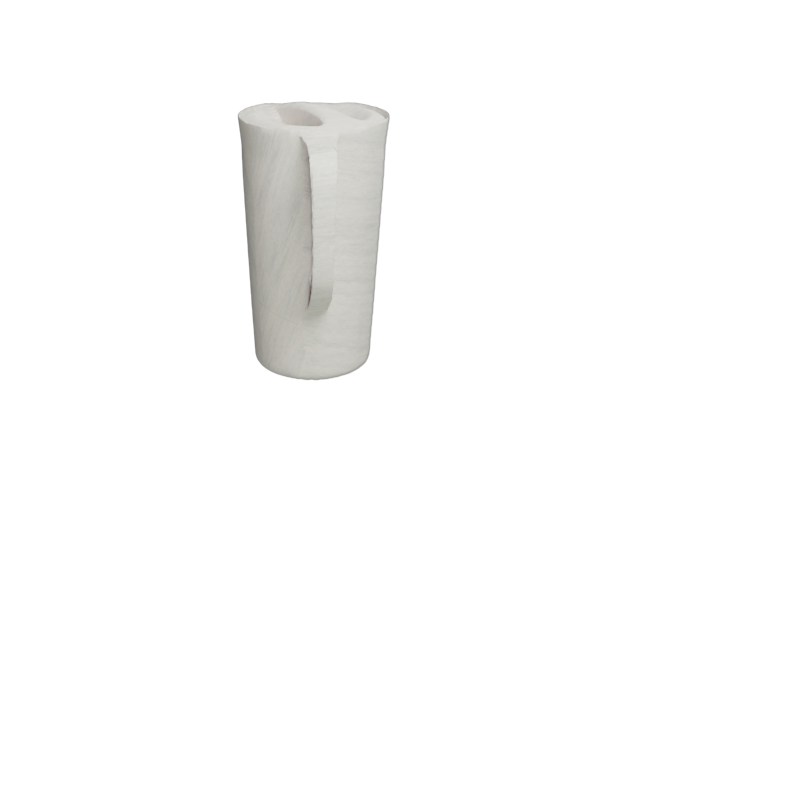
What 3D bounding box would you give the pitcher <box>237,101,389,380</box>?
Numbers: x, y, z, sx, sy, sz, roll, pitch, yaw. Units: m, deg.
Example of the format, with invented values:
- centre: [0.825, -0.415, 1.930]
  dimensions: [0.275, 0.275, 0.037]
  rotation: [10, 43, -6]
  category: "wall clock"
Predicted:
- centre: [-0.078, -0.142, 0.997]
  dimensions: [0.153, 0.233, 0.148]
  rotation: [15, 25, 34]
  category: "pitcher"
